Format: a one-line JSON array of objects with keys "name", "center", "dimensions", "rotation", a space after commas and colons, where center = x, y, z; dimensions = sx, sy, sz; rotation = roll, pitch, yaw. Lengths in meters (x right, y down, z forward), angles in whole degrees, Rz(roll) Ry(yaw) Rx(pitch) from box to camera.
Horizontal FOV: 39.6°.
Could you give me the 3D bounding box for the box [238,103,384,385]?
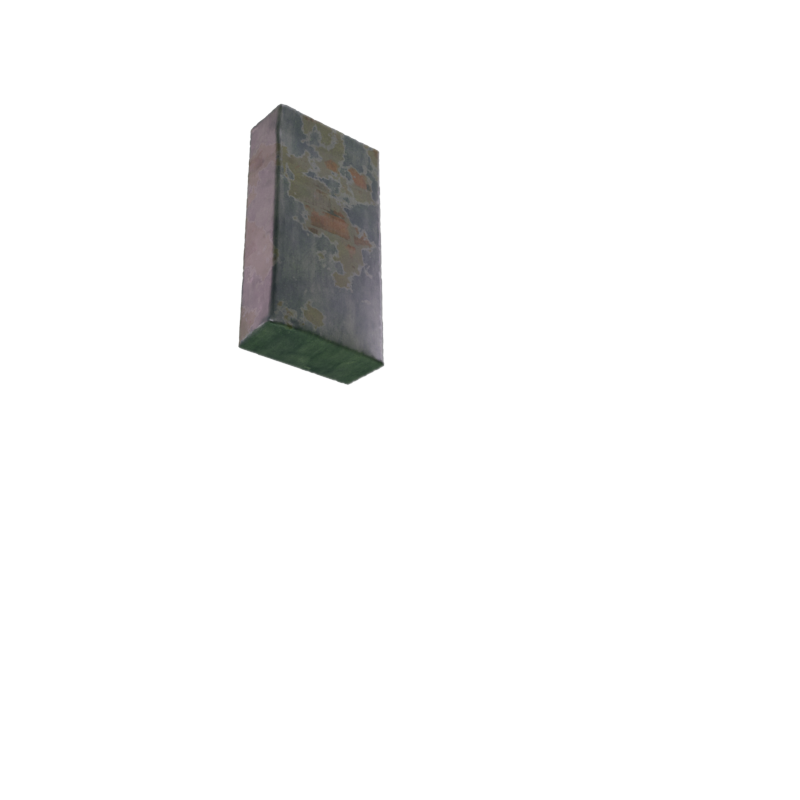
[{"name": "box", "center": [-0.059, -0.108, 0.757], "dimensions": [0.088, 0.188, 0.047], "rotation": [21, -39, -33]}]
